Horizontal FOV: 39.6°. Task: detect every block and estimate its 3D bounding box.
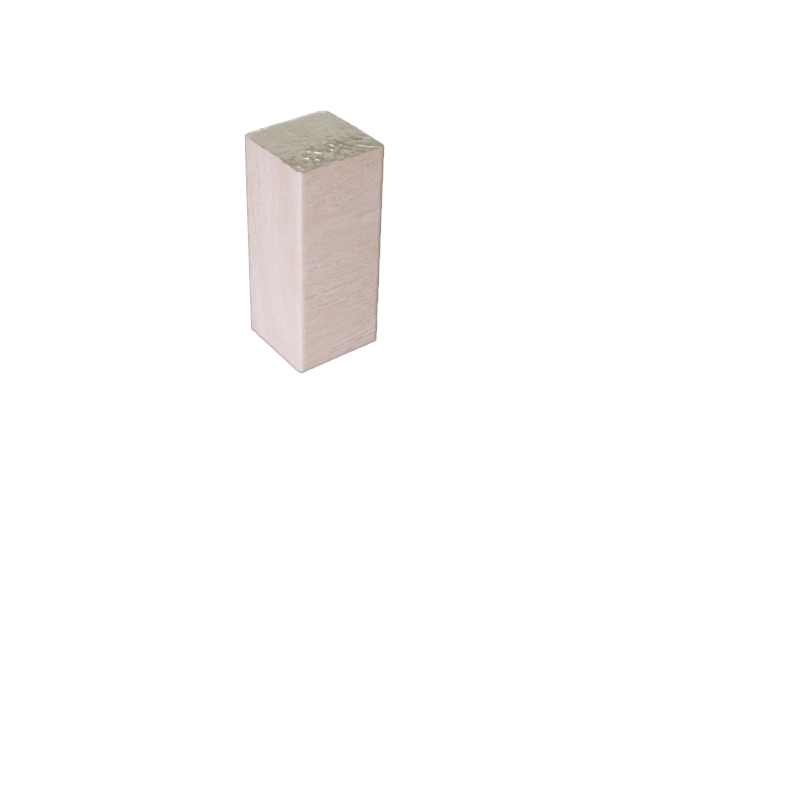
[{"bbox_3d":[-0.078,-0.143,0.999,0.090,0.193,0.097,-22,42,-31],"label":"block"}]
